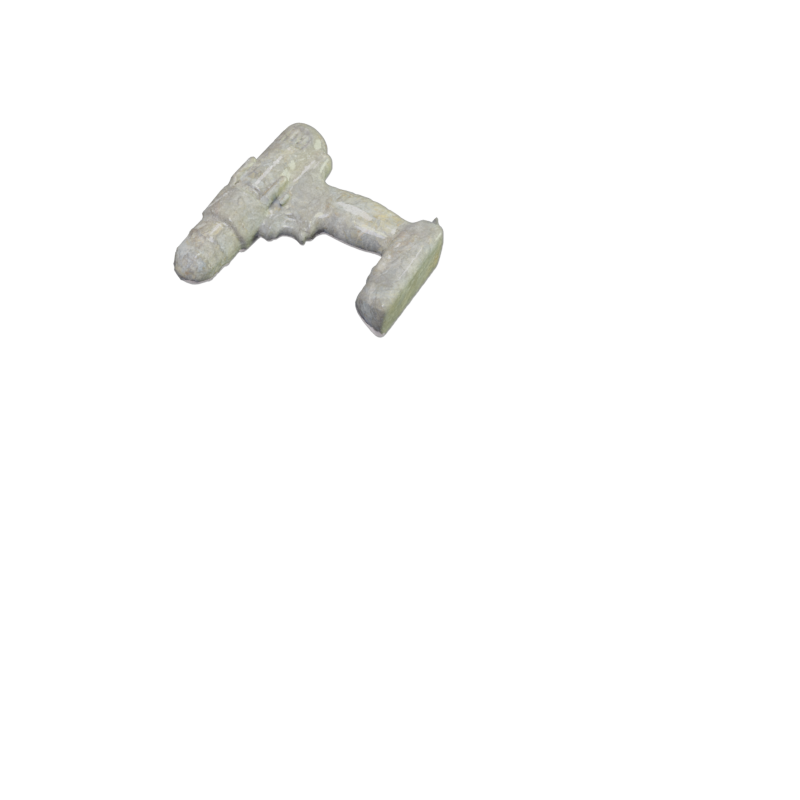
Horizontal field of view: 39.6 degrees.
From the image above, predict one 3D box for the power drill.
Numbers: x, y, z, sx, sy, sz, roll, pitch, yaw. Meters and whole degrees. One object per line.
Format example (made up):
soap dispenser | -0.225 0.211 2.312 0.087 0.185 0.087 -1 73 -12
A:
power drill | -0.073 -0.133 0.934 0.195 0.189 0.054 32 -24 15
